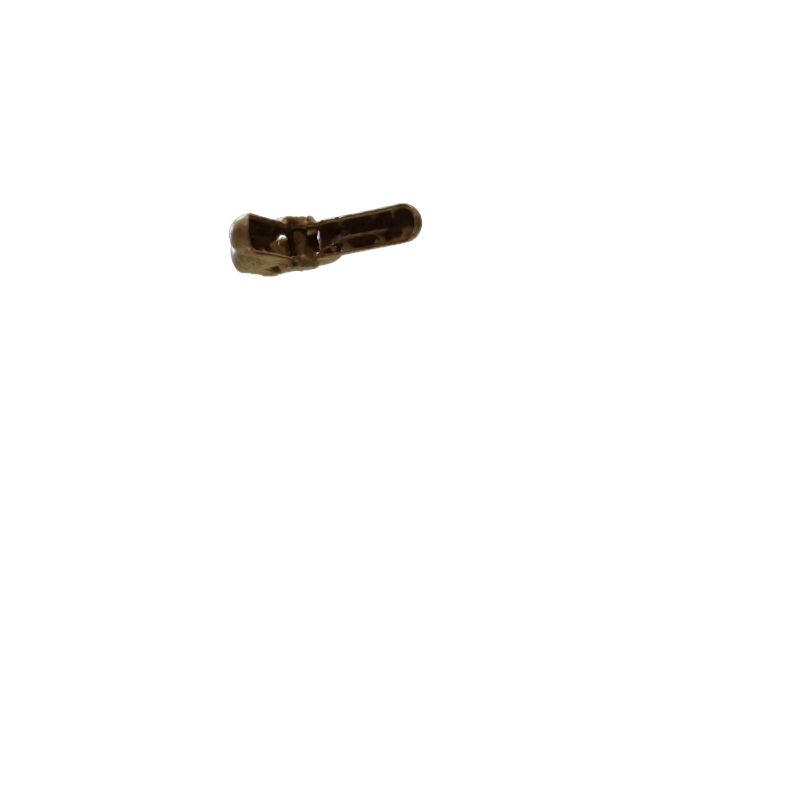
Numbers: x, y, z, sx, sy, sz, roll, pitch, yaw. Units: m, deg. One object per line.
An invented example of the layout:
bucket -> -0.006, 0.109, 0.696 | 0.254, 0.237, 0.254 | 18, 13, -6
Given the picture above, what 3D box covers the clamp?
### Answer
clamp -> -0.058, -0.105, 0.737 | 0.119, 0.039, 0.173 | -1, 3, -11
